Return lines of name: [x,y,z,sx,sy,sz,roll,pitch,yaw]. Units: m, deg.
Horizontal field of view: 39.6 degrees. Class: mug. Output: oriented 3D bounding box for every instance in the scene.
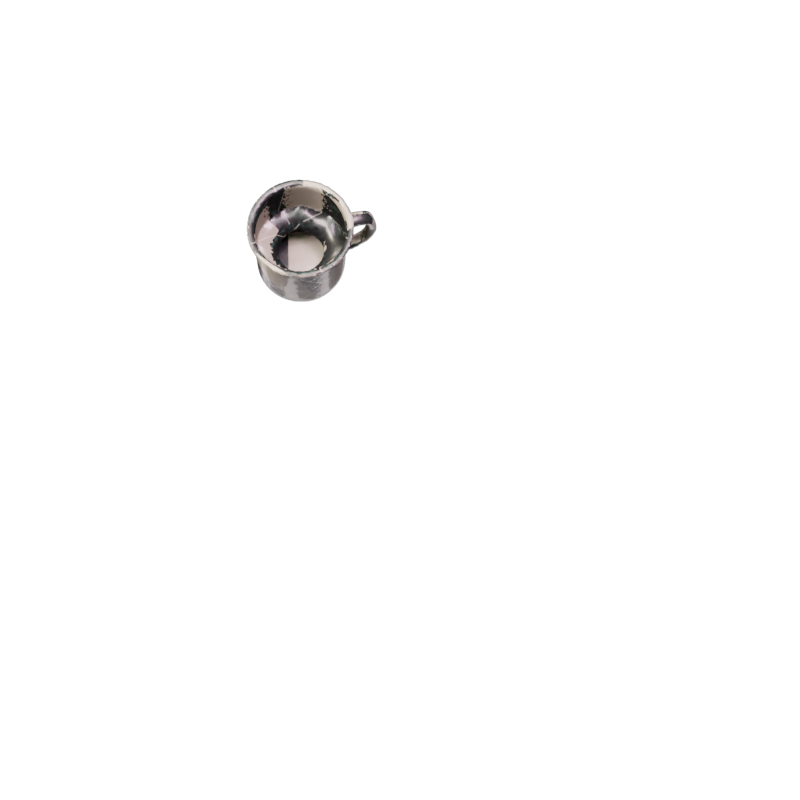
mug: [-0.078,-0.143,0.998,0.116,0.098,0.078,-19,-19,-8]
